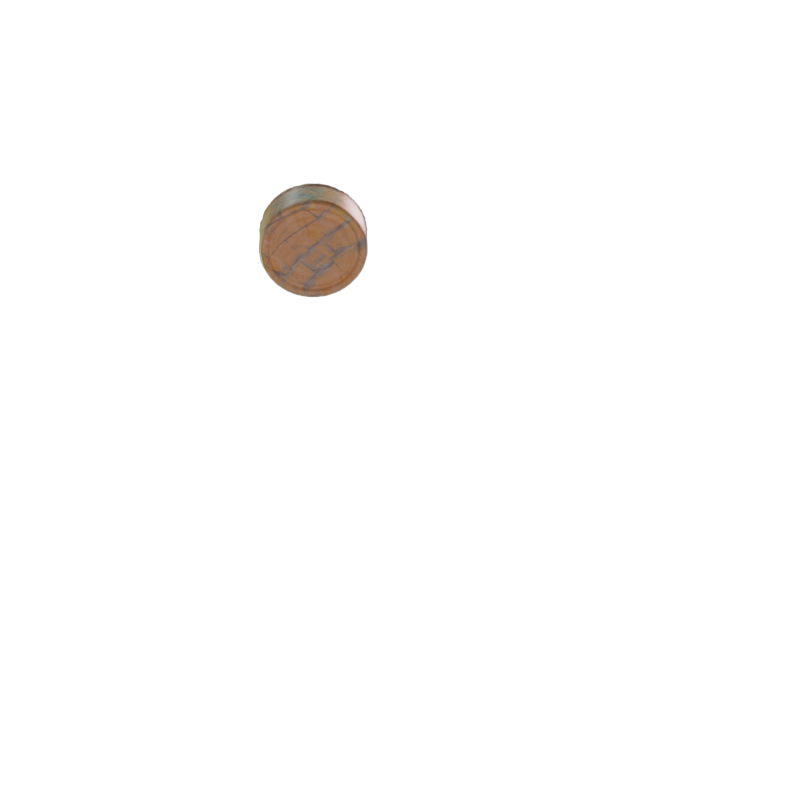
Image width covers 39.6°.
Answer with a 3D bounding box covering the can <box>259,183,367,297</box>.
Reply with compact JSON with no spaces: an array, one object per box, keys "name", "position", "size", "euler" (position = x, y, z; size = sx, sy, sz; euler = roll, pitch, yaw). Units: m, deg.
[{"name":"can","position":[-0.068,-0.124,0.868],"size":[0.086,0.081,0.036],"euler":[1,30,-1]}]
